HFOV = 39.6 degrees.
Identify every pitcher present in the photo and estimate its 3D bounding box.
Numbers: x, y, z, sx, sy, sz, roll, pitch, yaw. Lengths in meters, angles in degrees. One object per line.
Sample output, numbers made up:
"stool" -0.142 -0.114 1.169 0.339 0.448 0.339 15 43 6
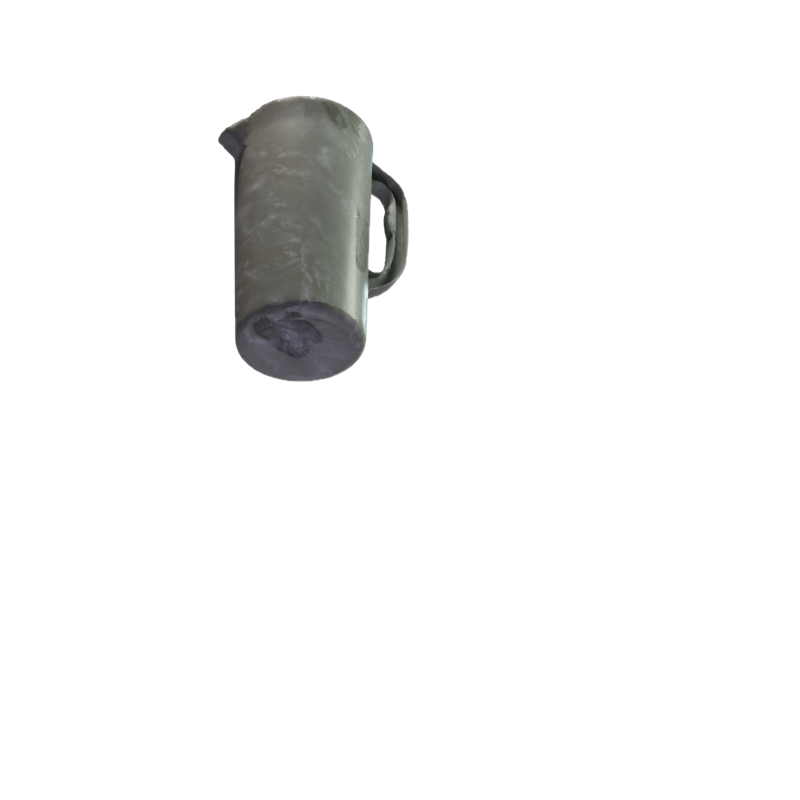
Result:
"pitcher" -0.077 -0.140 0.982 0.151 0.260 0.134 -12 -38 12
